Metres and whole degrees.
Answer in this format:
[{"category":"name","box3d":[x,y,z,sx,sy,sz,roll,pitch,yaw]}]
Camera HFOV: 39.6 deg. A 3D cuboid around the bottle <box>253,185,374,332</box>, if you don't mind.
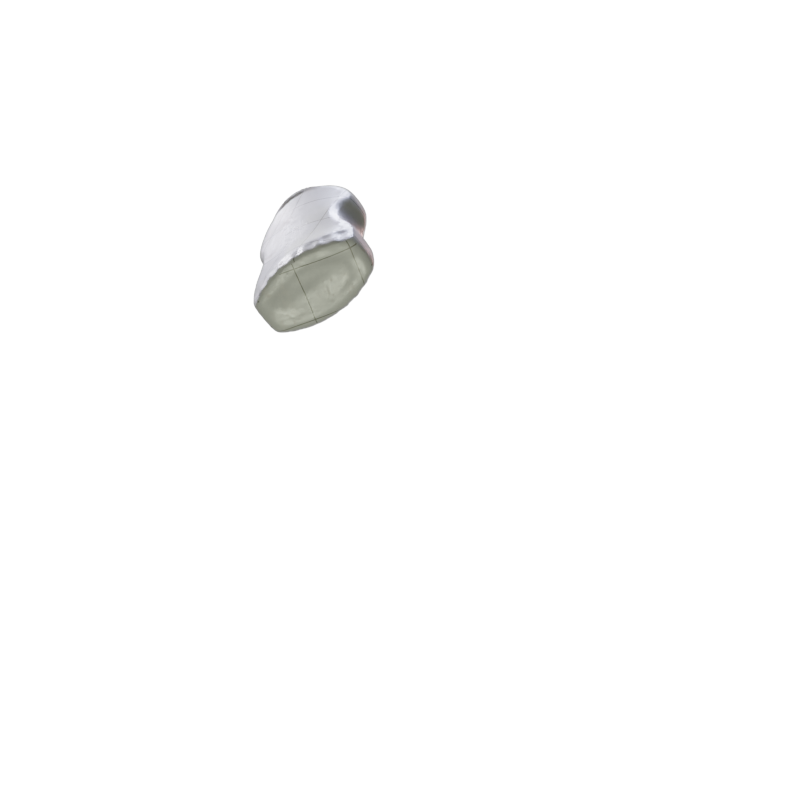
[{"category":"bottle","box3d":[-0.072,-0.132,0.919,0.096,0.055,0.203,-35,25,14]}]
